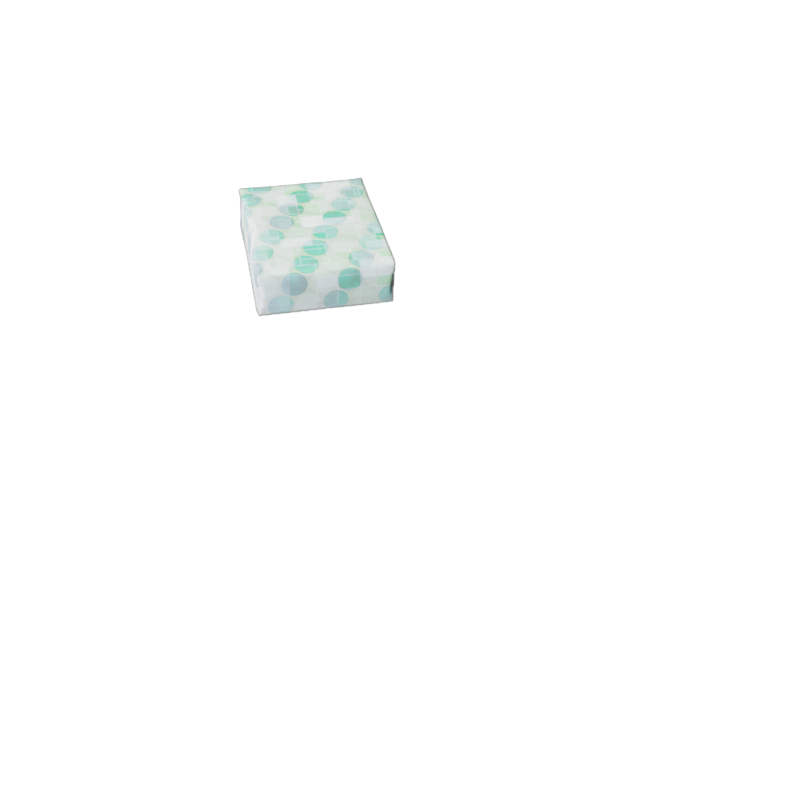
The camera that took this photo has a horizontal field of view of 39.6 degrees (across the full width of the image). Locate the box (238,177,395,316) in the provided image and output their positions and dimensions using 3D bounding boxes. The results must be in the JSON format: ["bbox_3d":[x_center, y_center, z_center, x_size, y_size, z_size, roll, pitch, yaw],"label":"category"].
[{"bbox_3d":[-0.048,-0.087,0.607,0.072,0.028,0.096,-7,40,-9],"label":"box"}]
